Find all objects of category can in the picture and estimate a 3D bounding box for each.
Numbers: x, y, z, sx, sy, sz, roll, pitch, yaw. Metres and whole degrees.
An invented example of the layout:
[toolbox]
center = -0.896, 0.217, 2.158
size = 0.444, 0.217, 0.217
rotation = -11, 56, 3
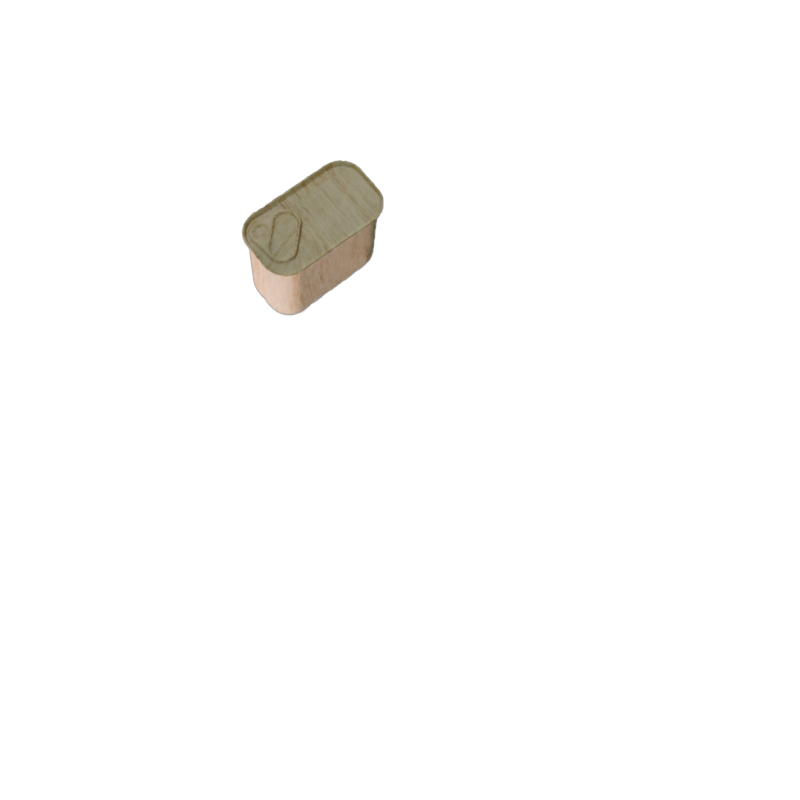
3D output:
[can]
center = -0.064, -0.117, 0.821
size = 0.102, 0.060, 0.080
rotation = -37, -15, -15
